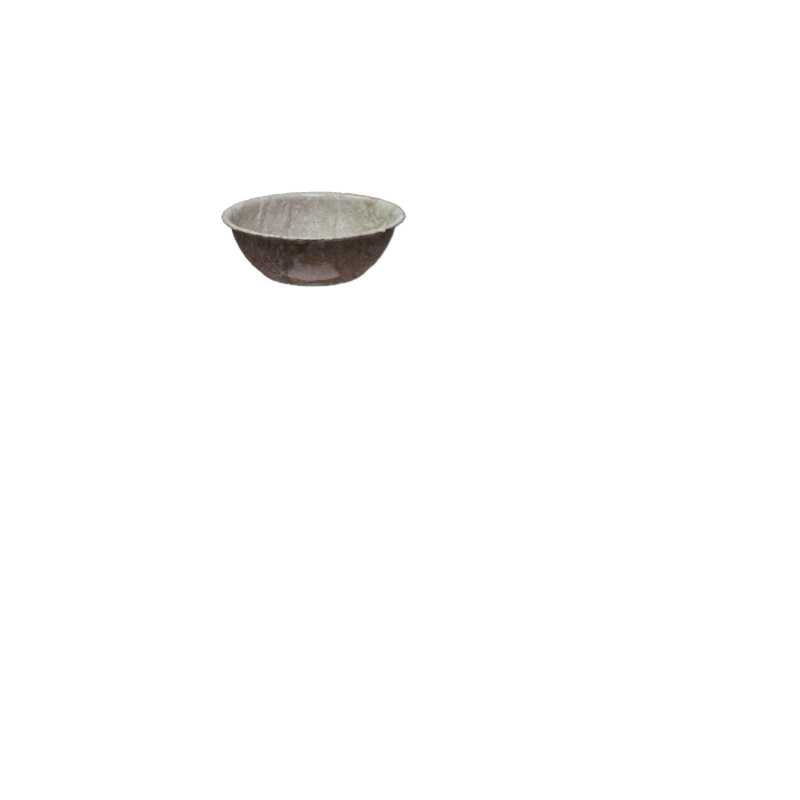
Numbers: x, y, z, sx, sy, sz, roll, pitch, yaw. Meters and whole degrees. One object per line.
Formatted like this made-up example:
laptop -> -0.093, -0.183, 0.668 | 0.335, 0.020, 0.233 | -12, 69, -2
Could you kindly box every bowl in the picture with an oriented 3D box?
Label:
bowl -> -0.077, -0.140, 0.979 | 0.162, 0.053, 0.170 | -1, 23, -2
